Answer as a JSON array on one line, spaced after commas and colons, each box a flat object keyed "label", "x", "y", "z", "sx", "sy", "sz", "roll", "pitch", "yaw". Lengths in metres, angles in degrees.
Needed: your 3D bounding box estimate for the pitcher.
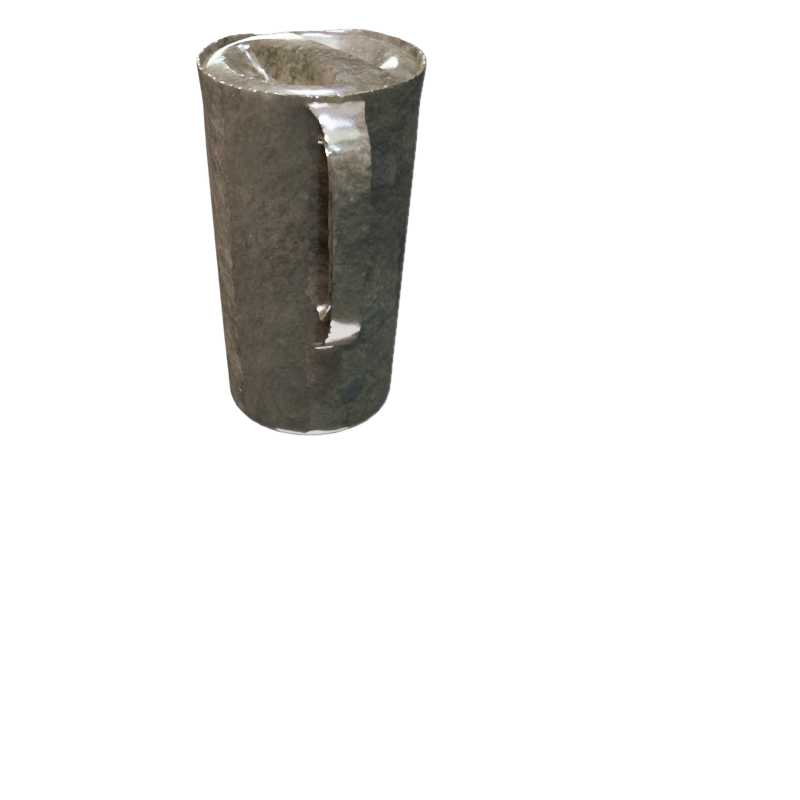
[{"label": "pitcher", "x": -0.053, "y": -0.097, "z": 0.683, "sx": 0.152, "sy": 0.229, "sz": 0.151, "roll": 17, "pitch": 33, "yaw": 25}]
